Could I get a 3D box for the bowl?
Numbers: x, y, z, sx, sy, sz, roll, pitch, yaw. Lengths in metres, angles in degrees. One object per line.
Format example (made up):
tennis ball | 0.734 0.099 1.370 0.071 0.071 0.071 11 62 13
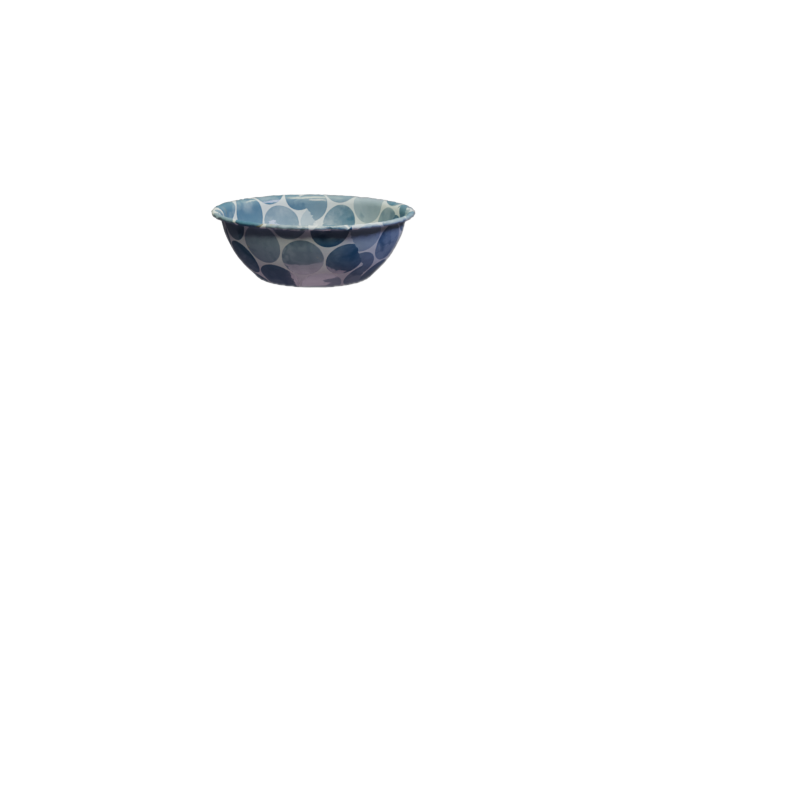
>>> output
bowl | -0.069 -0.126 0.885 0.162 0.053 0.168 -1 18 -2
